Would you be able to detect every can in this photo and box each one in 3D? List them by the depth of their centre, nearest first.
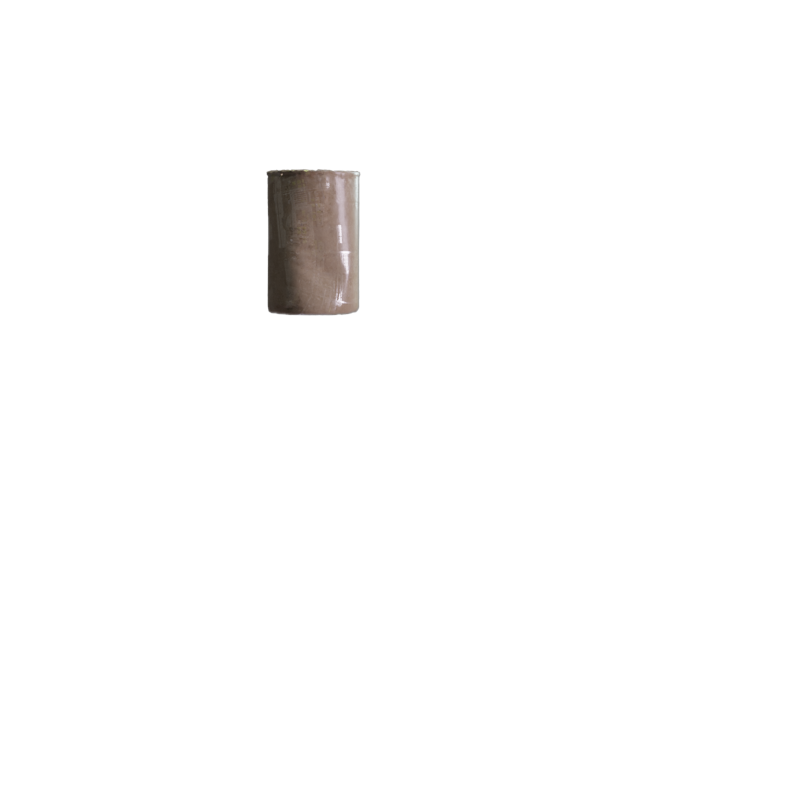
[{"bbox_3d":[-0.063,-0.115,0.803,0.068,0.102,0.069,0,4,-2],"label":"can"}]
